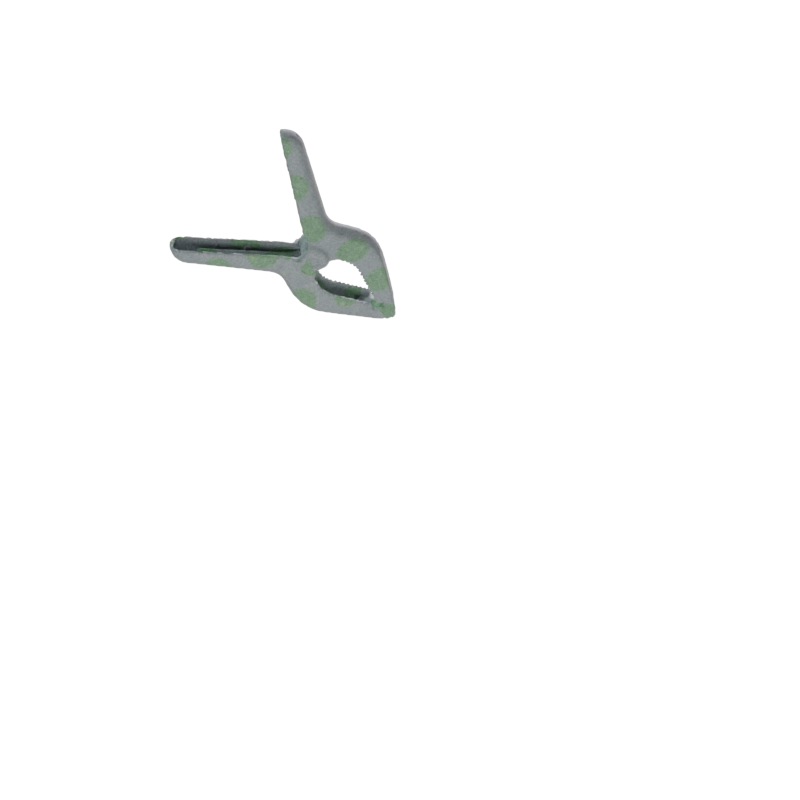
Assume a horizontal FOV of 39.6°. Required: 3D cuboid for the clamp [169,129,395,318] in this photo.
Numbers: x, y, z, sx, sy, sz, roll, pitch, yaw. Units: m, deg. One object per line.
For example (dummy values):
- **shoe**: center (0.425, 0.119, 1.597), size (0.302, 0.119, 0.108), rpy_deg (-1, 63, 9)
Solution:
- **clamp**: center (-0.078, -0.142, 0.993), size (0.201, 0.039, 0.161), rpy_deg (29, -56, -22)
